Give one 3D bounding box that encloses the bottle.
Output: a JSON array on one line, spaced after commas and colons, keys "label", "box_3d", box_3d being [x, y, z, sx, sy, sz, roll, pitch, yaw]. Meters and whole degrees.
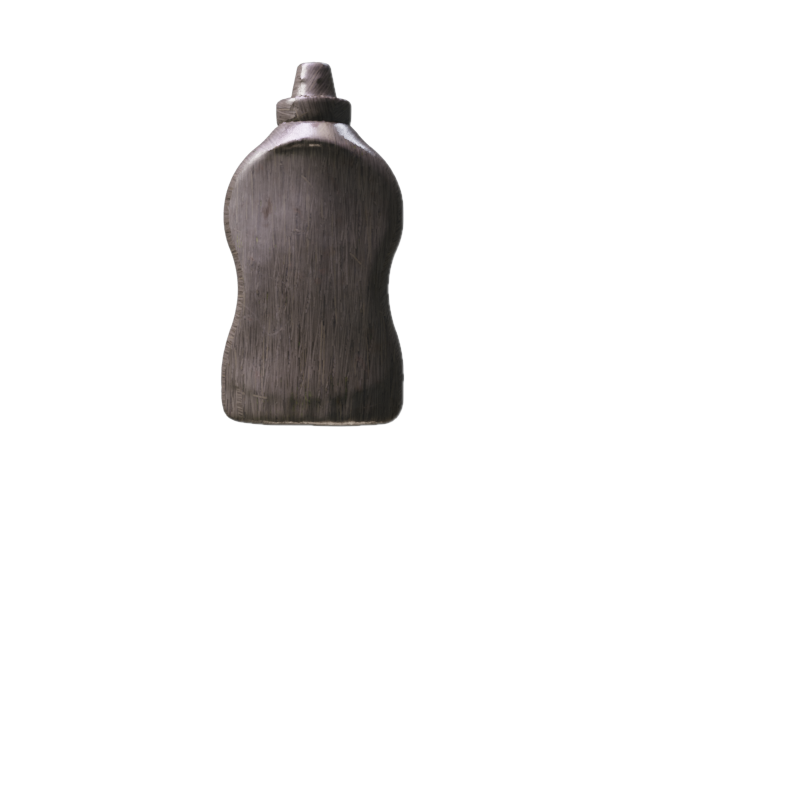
[{"label": "bottle", "box_3d": [-0.047, -0.085, 0.595, 0.097, 0.193, 0.057, 0, -2, 8]}]
